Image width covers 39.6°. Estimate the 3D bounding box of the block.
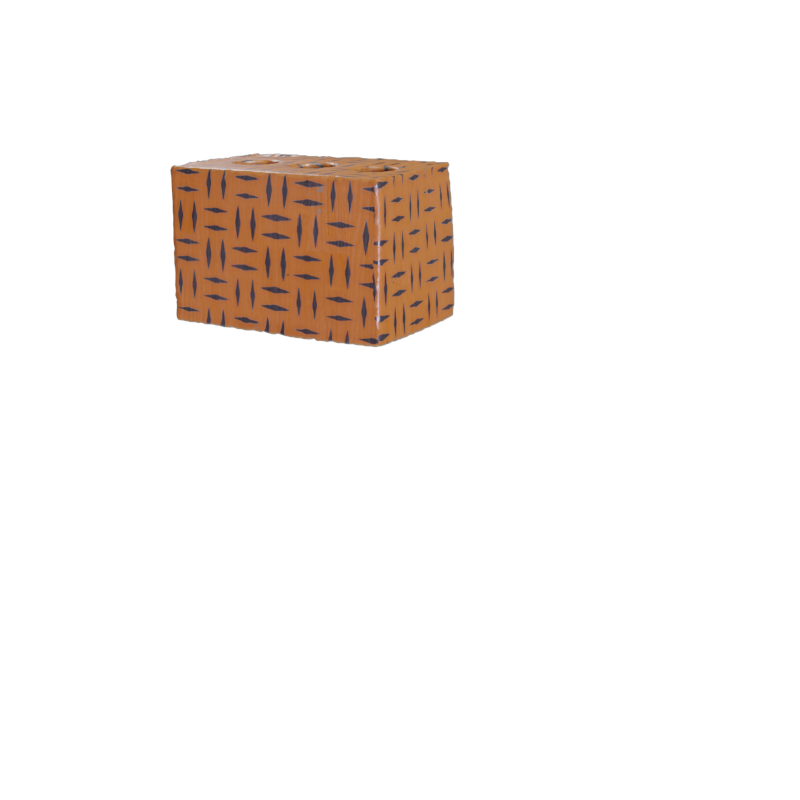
[{"bbox_3d":[-0.028,-0.051,0.357,0.081,0.050,0.052,8,15,27],"label":"block"}]
